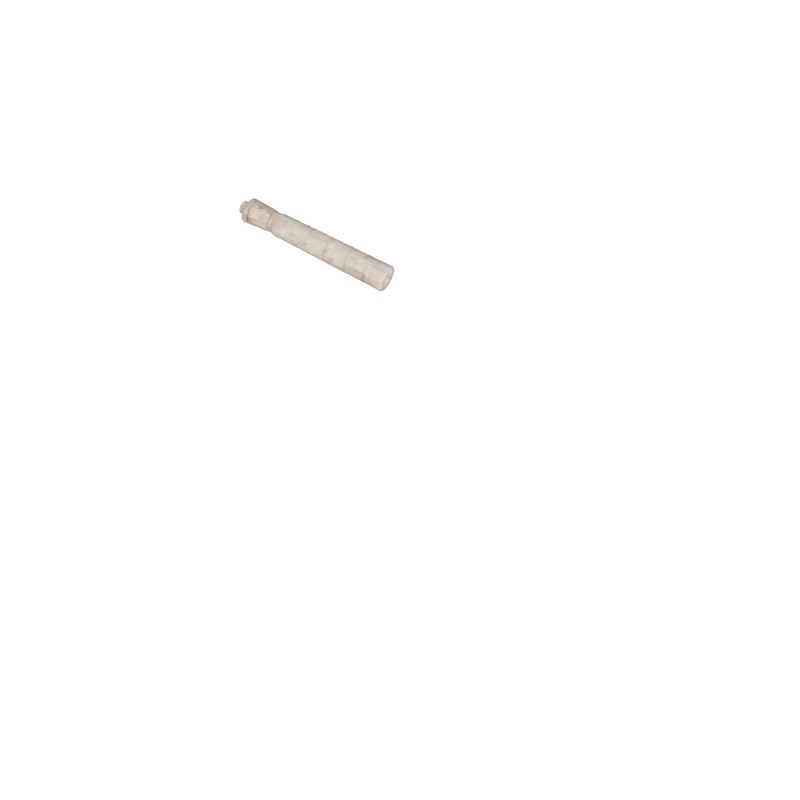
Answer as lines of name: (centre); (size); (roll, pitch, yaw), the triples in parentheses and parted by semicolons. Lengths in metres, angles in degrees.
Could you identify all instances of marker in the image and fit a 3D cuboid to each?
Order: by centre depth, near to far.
marker: (-0.061, -0.110, 0.773); (0.126, 0.019, 0.019); (29, 13, 20)
